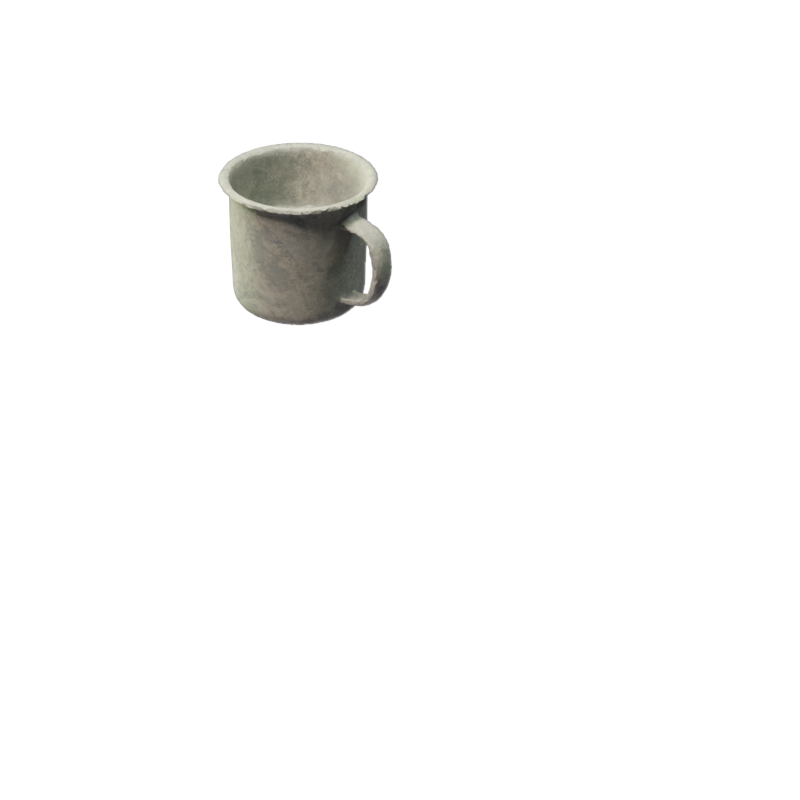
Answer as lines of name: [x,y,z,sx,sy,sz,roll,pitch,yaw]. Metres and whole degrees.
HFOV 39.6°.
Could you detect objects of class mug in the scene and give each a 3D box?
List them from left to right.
mug: [-0.052,-0.094,0.659,0.124,0.076,0.093,26,41,33]
